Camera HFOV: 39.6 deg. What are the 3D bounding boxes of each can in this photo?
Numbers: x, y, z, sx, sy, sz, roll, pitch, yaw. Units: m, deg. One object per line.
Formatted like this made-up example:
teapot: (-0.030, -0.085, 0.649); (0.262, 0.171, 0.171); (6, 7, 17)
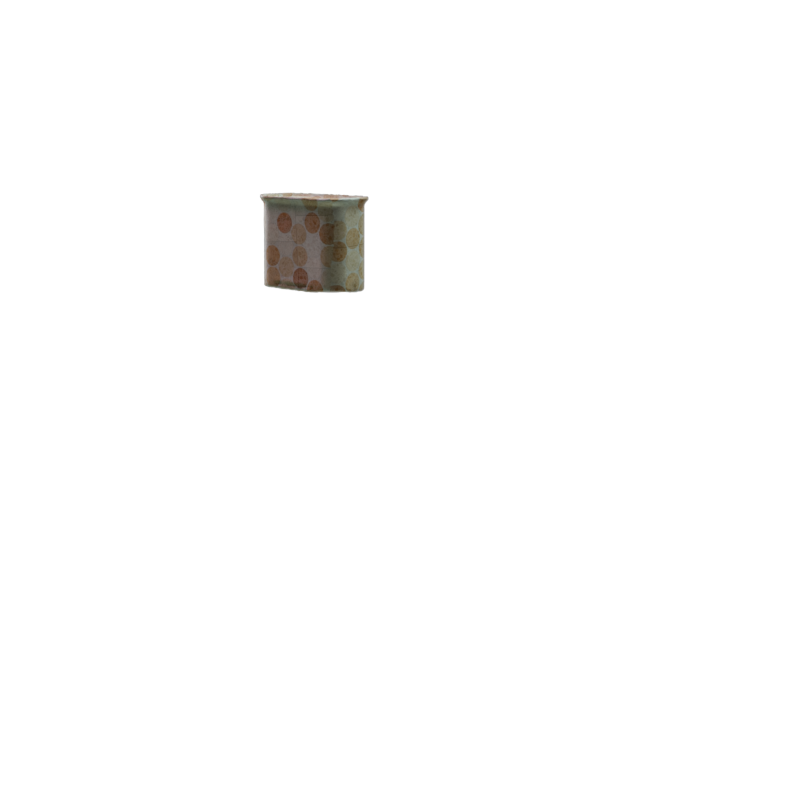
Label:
can: (-0.078, -0.142, 0.992); (0.107, 0.082, 0.056); (9, 12, 41)
